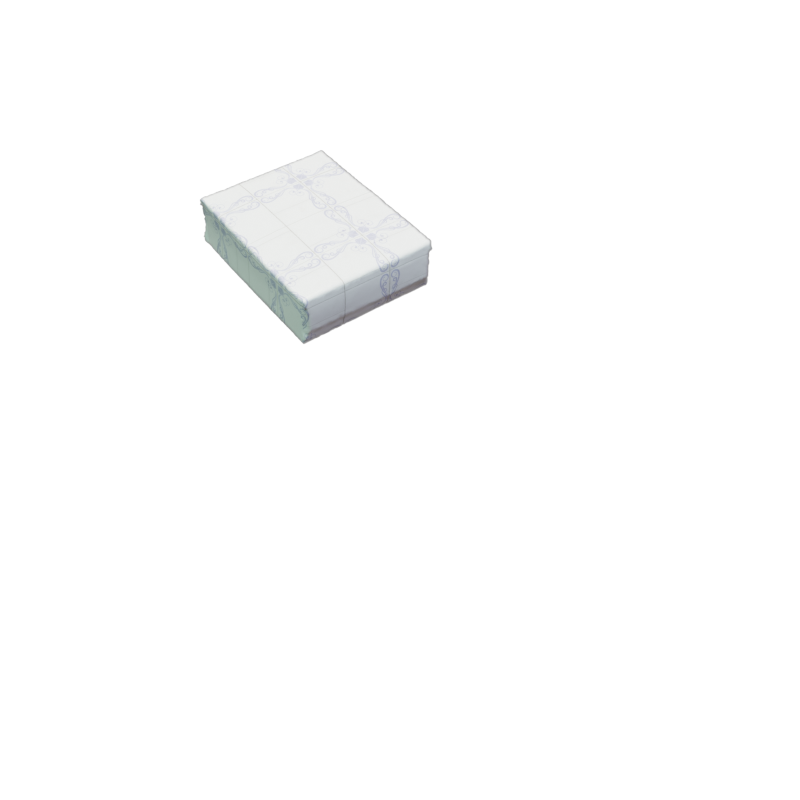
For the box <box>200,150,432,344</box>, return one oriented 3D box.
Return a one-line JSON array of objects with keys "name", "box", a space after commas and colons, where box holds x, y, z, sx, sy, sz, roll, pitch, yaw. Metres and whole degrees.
[{"name": "box", "box": [-0.051, -0.093, 0.652, 0.089, 0.036, 0.122, -26, 49, -26]}]
